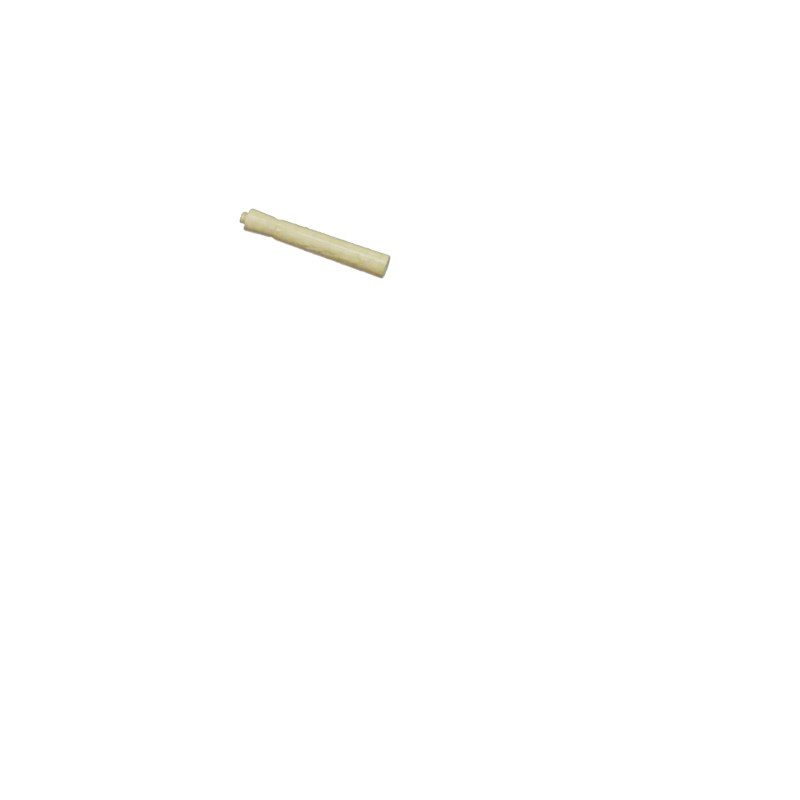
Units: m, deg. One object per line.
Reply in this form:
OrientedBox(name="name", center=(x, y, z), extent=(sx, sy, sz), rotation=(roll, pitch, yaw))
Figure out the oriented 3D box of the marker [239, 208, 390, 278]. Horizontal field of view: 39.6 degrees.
OrientedBox(name="marker", center=(-0.067, -0.123, 0.859), extent=(0.123, 0.020, 0.020), rotation=(20, 7, 10))
